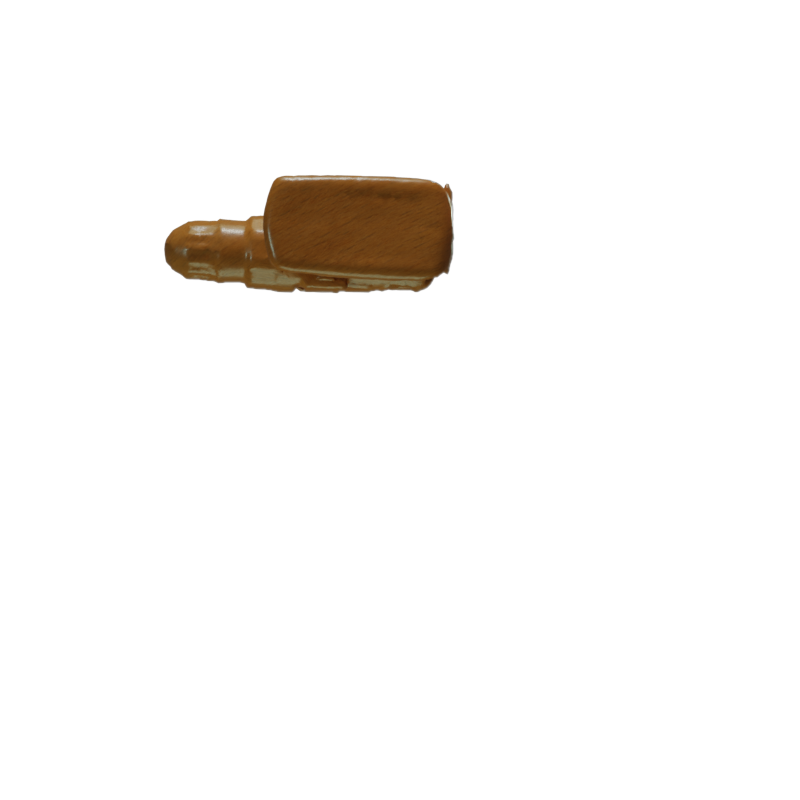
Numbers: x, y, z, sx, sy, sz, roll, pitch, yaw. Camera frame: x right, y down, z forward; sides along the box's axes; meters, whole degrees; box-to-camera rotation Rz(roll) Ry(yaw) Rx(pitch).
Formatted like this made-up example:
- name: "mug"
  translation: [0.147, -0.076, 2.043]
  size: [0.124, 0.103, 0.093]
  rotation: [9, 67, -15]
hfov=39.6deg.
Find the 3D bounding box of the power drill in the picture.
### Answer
- name: "power drill"
  translation: [-0.053, -0.098, 0.683]
  size: [0.182, 0.058, 0.189]
  rotation: [0, 2, -9]
